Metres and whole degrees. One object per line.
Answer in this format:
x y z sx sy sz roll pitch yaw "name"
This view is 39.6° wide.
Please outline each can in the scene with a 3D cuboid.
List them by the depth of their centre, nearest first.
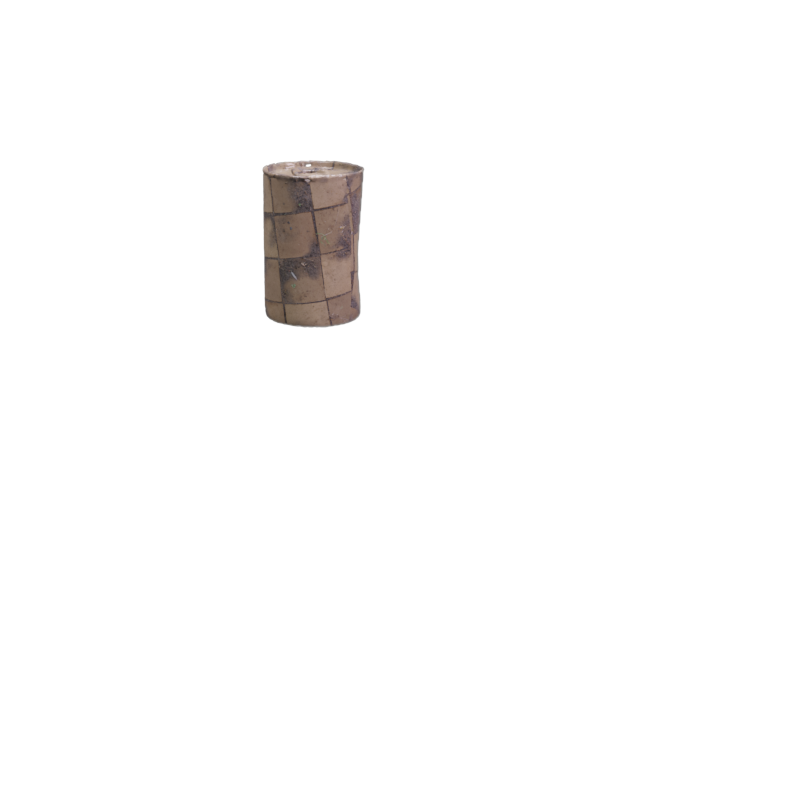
-0.059 -0.107 0.751 0.068 0.099 0.071 0 16 -2 "can"
